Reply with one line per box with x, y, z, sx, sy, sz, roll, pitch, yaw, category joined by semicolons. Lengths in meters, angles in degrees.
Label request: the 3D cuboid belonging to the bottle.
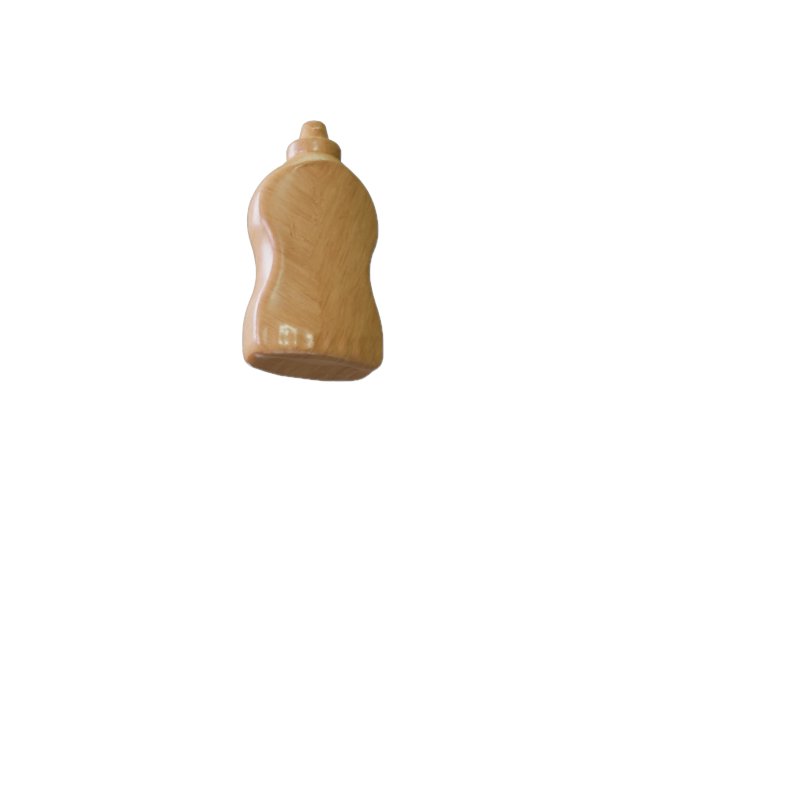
-0.062;-0.113;0.793;0.093;0.202;0.057;7;-25;-20;bottle
